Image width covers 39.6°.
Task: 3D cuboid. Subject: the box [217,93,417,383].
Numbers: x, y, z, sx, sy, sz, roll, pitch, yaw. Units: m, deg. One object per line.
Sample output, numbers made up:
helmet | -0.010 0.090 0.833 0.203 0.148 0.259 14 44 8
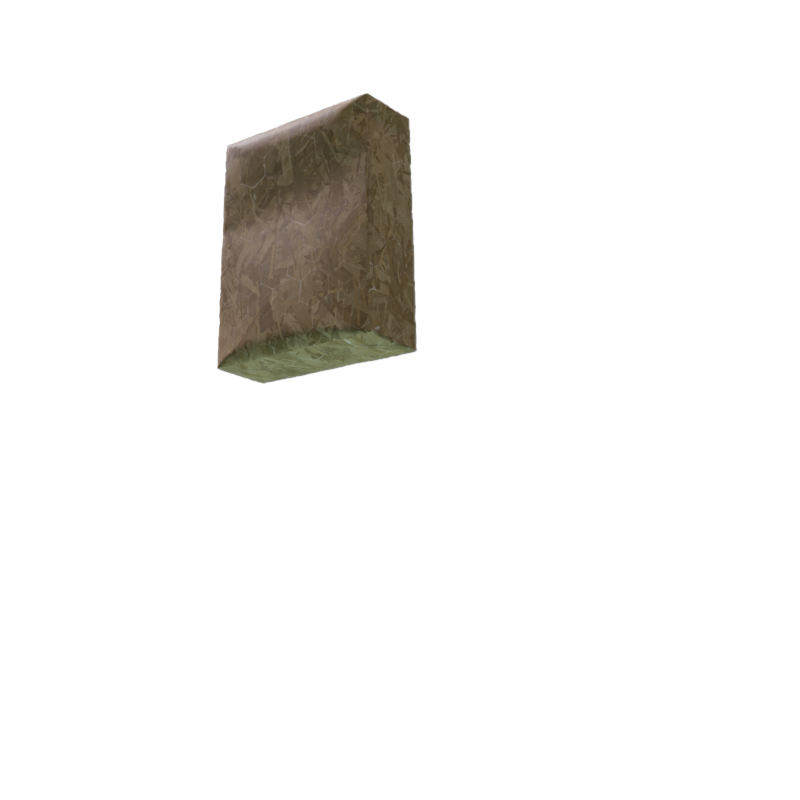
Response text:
box | -0.074 -0.135 0.944 0.167 0.224 0.067 -14 -23 33
